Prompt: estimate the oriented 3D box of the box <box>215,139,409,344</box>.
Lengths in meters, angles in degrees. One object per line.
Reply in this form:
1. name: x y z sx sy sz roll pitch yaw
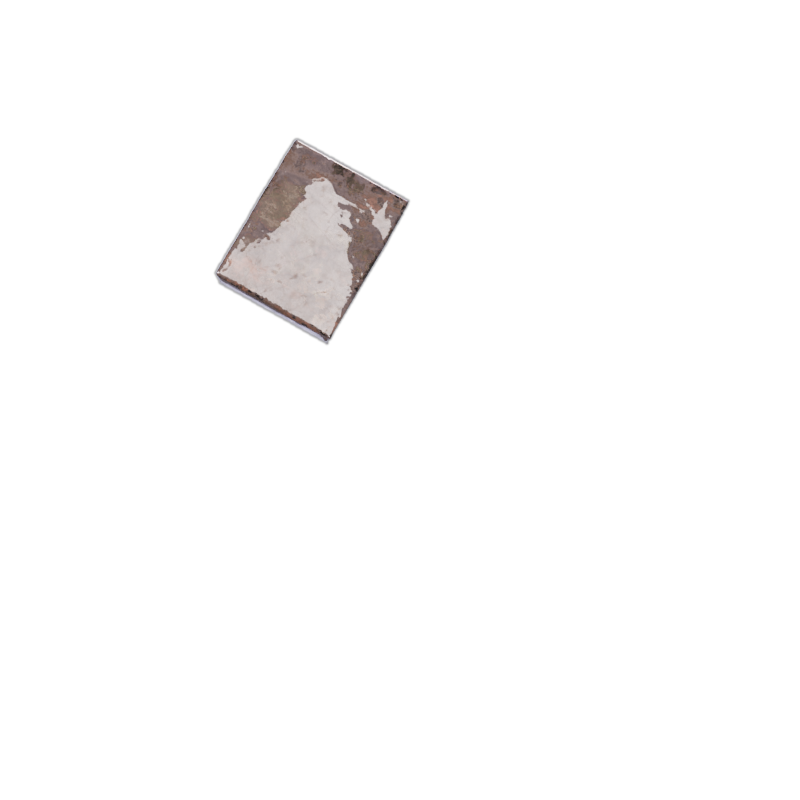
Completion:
1. box: -0.060 -0.108 0.759 0.091 0.115 0.038 29 -10 4
